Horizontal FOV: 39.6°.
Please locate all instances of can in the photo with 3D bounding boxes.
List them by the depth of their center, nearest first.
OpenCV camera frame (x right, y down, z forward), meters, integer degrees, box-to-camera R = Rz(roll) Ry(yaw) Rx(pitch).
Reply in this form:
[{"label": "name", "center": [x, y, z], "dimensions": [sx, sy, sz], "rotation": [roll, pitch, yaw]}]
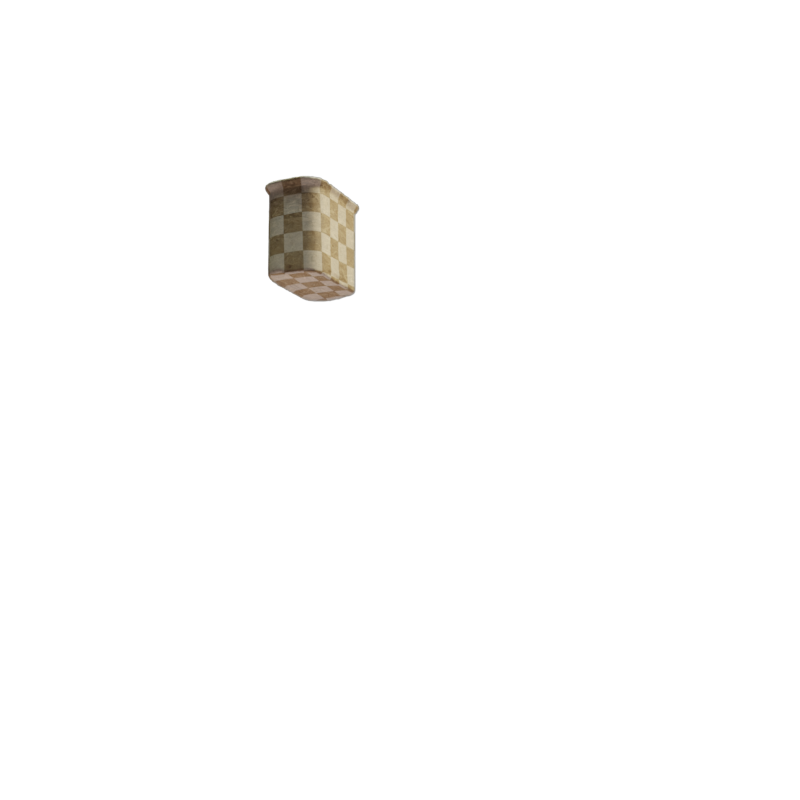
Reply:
[{"label": "can", "center": [-0.076, -0.138, 0.970], "dimensions": [0.059, 0.087, 0.096], "rotation": [-7, -15, 22]}]
